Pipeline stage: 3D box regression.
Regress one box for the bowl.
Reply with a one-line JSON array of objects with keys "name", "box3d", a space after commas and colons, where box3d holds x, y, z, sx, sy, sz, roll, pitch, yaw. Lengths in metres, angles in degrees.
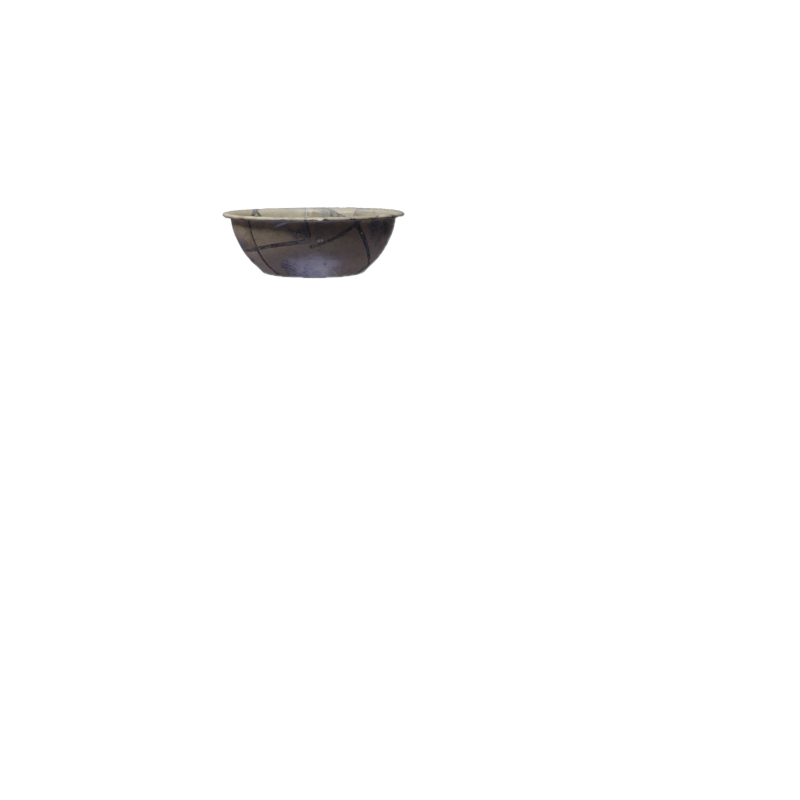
[{"name": "bowl", "box3d": [-0.077, -0.141, 0.988, 0.162, 0.054, 0.166, 0, 12, -2]}]
